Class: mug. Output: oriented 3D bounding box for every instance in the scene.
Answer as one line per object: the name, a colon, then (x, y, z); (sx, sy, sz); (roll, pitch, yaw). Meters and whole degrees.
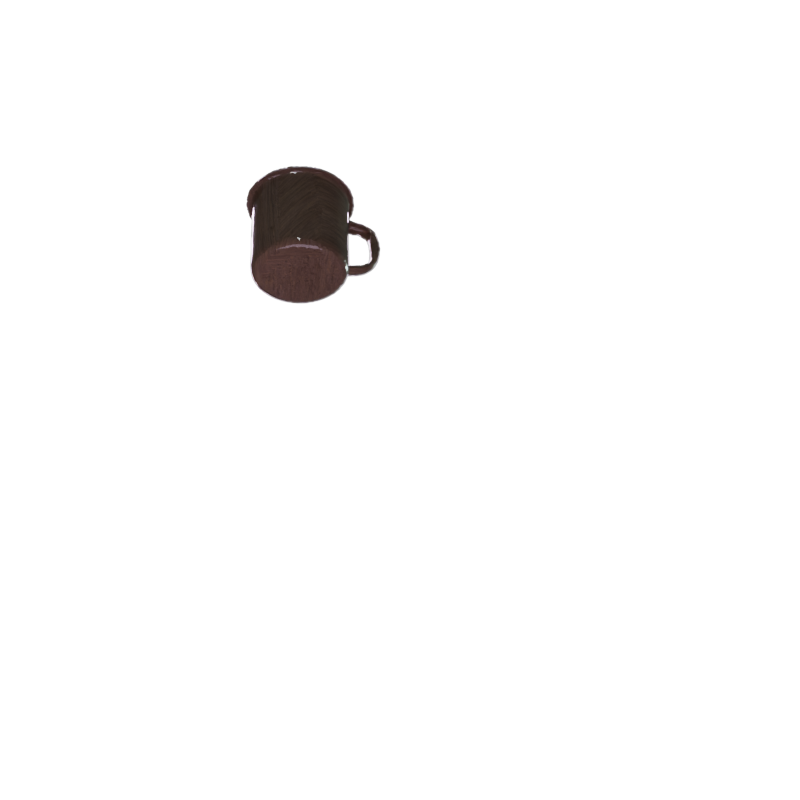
mug: (-0.073, -0.133, 0.934); (0.114, 0.087, 0.089); (12, -40, -17)
